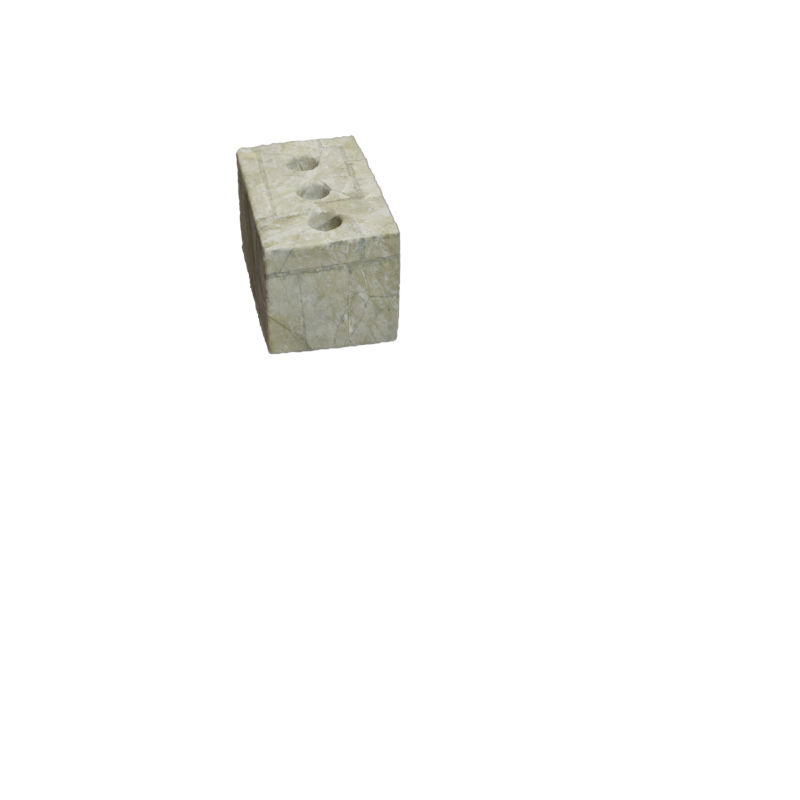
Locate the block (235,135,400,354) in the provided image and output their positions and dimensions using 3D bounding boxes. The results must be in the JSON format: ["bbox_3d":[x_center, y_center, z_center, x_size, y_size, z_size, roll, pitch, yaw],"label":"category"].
[{"bbox_3d":[-0.035,-0.064,0.447,0.052,0.048,0.084,-8,40,-12],"label":"block"}]
